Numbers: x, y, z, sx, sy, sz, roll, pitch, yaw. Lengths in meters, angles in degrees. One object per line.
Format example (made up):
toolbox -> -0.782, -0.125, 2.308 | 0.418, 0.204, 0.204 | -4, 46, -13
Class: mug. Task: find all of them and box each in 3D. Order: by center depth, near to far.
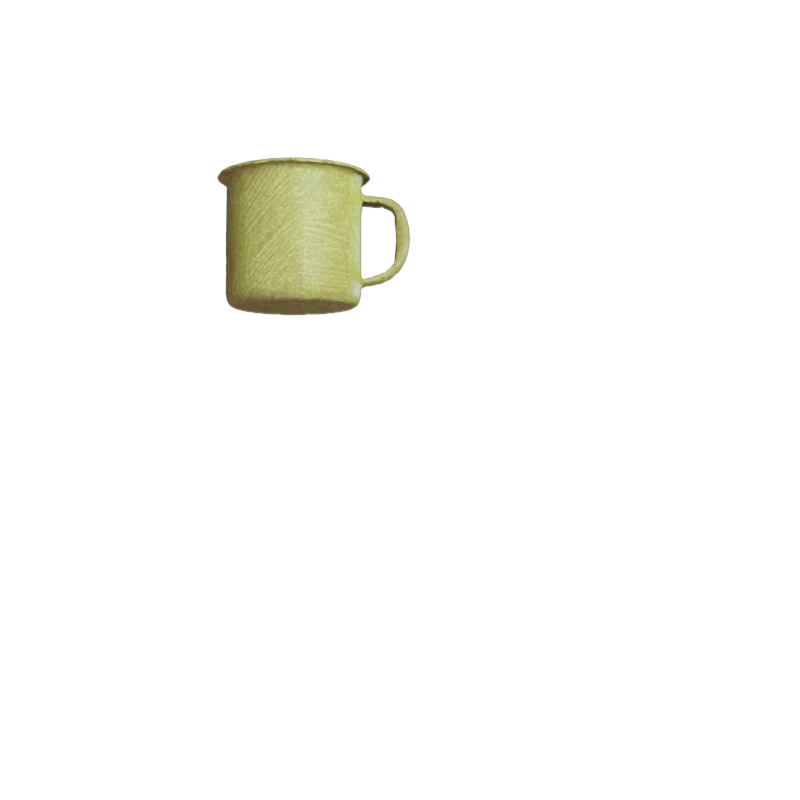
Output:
mug -> -0.053, -0.096, 0.672 | 0.116, 0.083, 0.092 | 0, -6, -4
